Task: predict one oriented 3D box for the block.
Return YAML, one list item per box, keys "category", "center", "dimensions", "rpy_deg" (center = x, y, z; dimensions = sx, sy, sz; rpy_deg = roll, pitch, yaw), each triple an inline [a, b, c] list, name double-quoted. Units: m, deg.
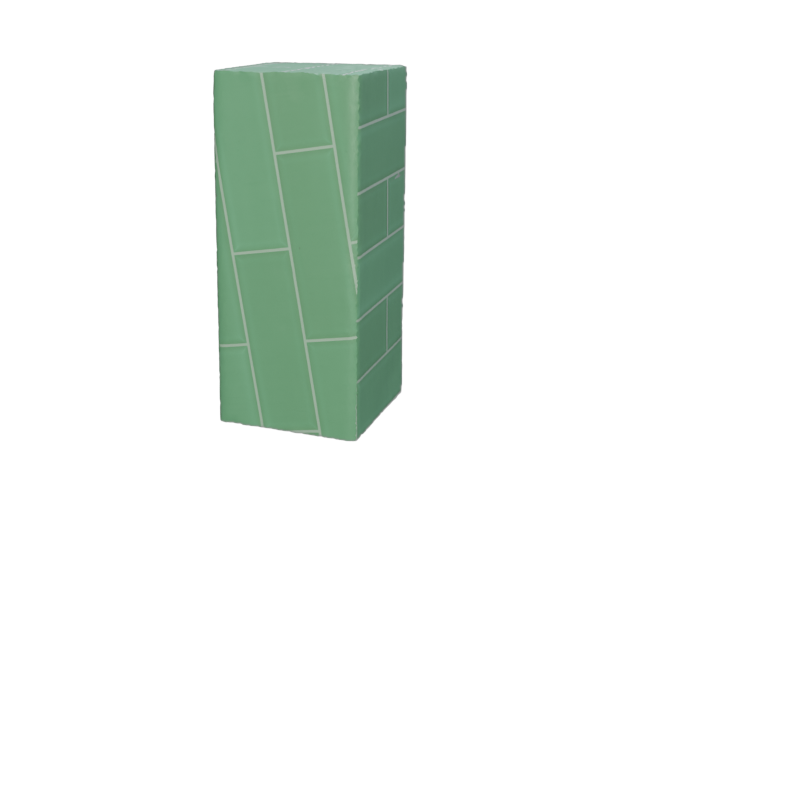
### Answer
- category: "block"
  center: [-0.052, -0.094, 0.659]
  dimensions: [0.093, 0.200, 0.091]
  rpy_deg: [6, 15, 18]
